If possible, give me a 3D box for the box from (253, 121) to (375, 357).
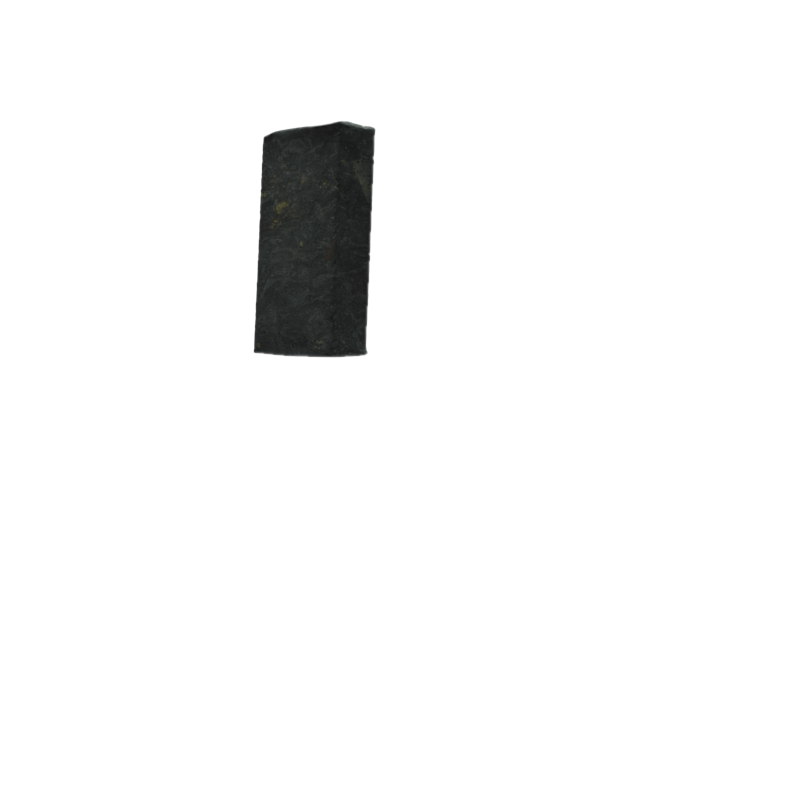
[{"bbox_3d":[-0.067,-0.122,0.857,0.097,0.178,0.046,-2,-3,44],"label":"box"}]
